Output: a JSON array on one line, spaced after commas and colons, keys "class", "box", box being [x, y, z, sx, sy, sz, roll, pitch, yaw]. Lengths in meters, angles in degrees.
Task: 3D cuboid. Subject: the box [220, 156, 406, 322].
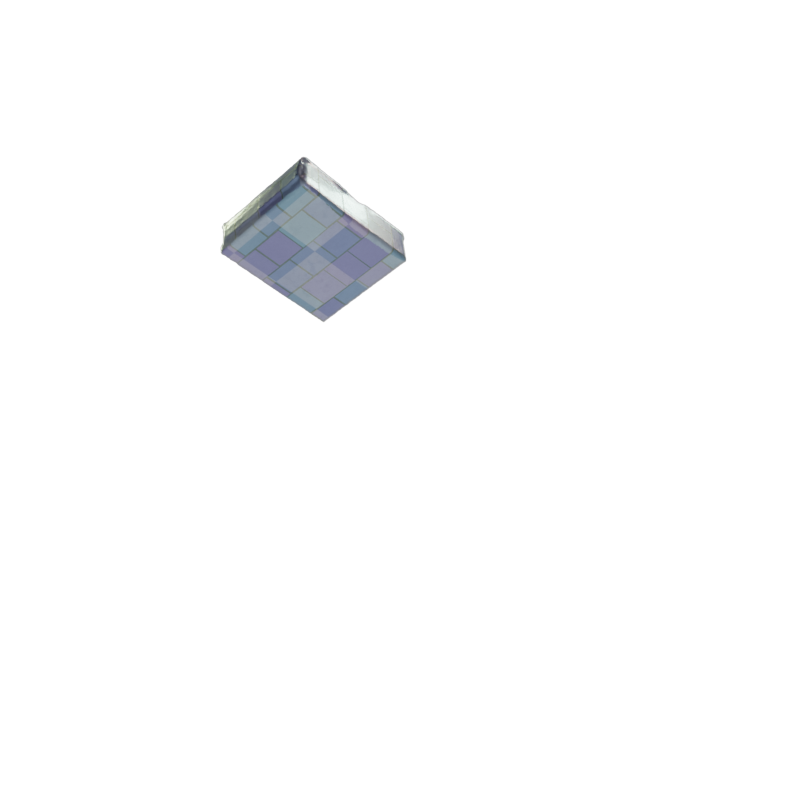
[{"class": "box", "box": [-0.053, -0.096, 0.673, 0.084, 0.032, 0.072, 35, -56, -29]}]
